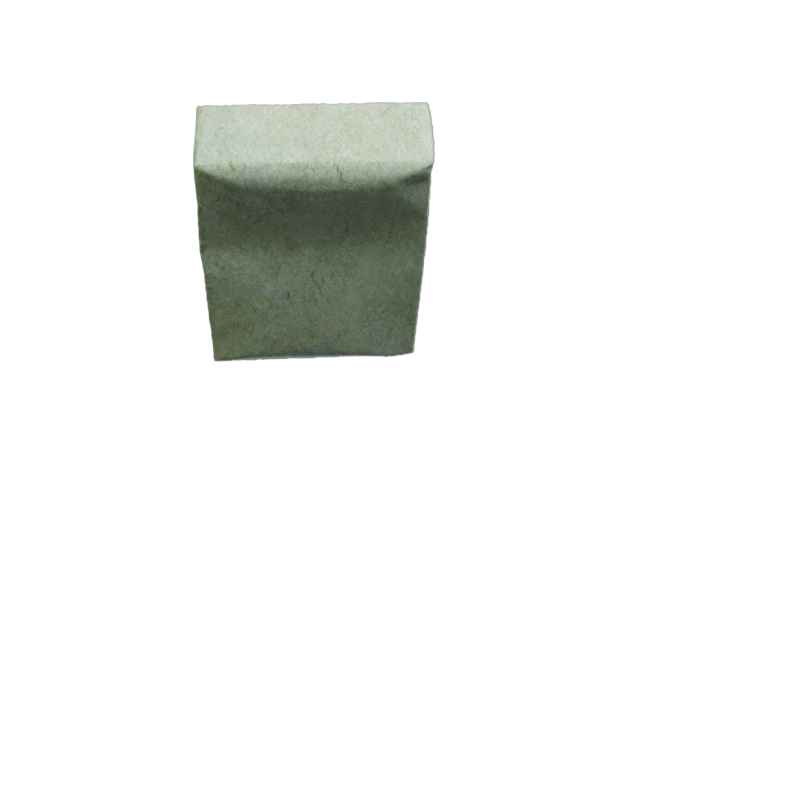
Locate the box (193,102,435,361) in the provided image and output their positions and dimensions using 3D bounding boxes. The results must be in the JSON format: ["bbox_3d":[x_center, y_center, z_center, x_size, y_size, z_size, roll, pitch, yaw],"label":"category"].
[{"bbox_3d":[-0.064,-0.118,0.824,0.164,0.077,0.199,-1,-38,-3],"label":"box"}]
